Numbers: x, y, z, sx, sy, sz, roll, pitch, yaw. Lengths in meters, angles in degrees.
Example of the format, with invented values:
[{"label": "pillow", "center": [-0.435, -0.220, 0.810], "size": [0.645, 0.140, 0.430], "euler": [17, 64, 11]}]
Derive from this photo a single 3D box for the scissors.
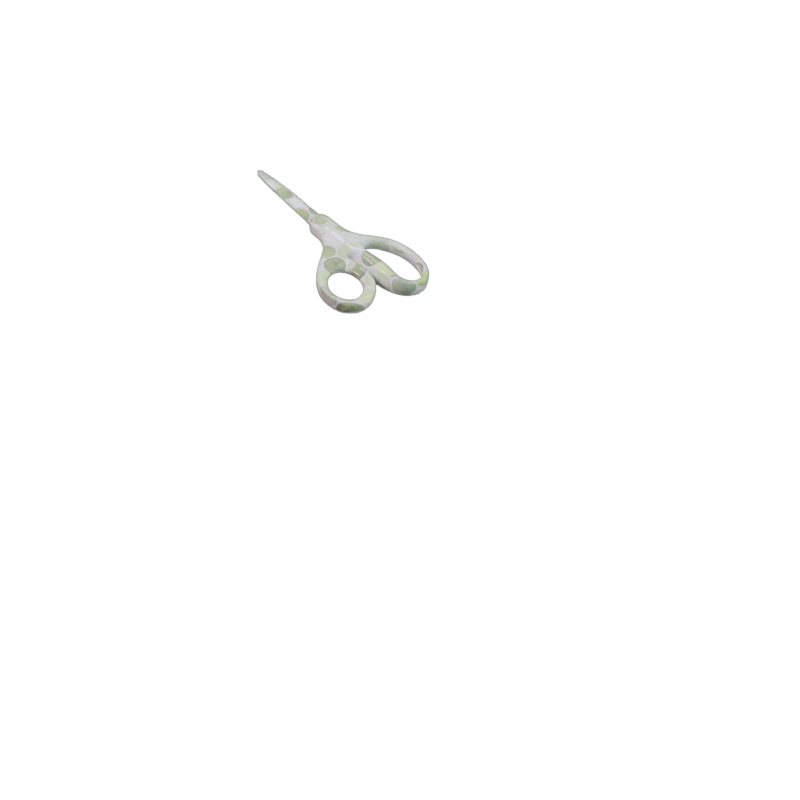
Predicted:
[{"label": "scissors", "center": [-0.070, -0.128, 0.899], "size": [0.214, 0.015, 0.097], "euler": [30, 51, 28]}]
